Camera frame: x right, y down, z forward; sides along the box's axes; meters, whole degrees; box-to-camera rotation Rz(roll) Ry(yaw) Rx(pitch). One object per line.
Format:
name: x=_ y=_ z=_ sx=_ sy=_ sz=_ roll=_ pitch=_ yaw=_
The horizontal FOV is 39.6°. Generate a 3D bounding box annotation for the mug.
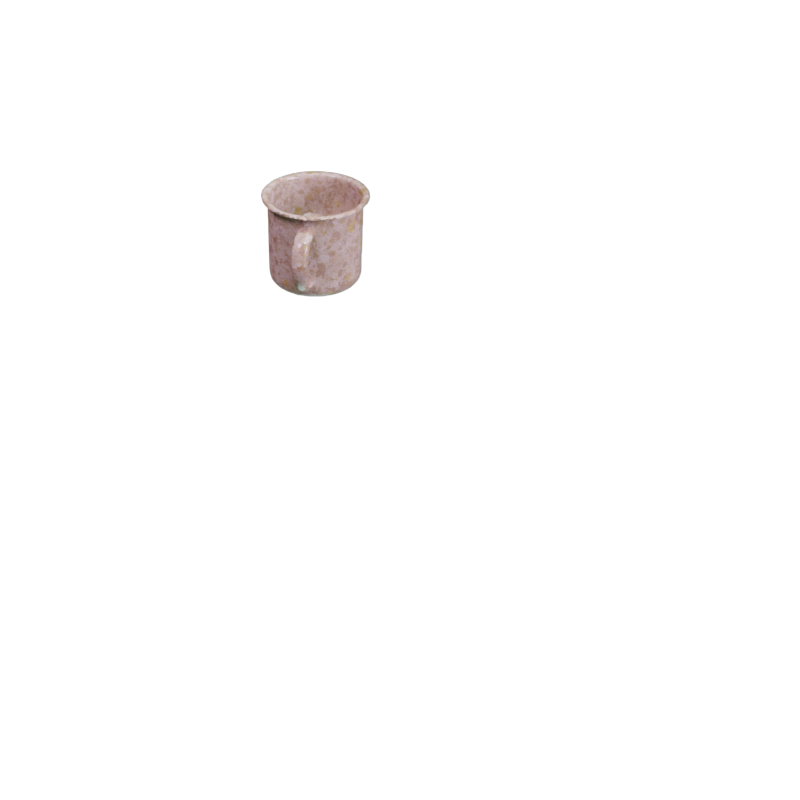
mug: x=-0.075 y=-0.136 z=0.954 sx=0.094 sy=0.077 sz=0.124 roll=4 pitch=33 yaw=5
